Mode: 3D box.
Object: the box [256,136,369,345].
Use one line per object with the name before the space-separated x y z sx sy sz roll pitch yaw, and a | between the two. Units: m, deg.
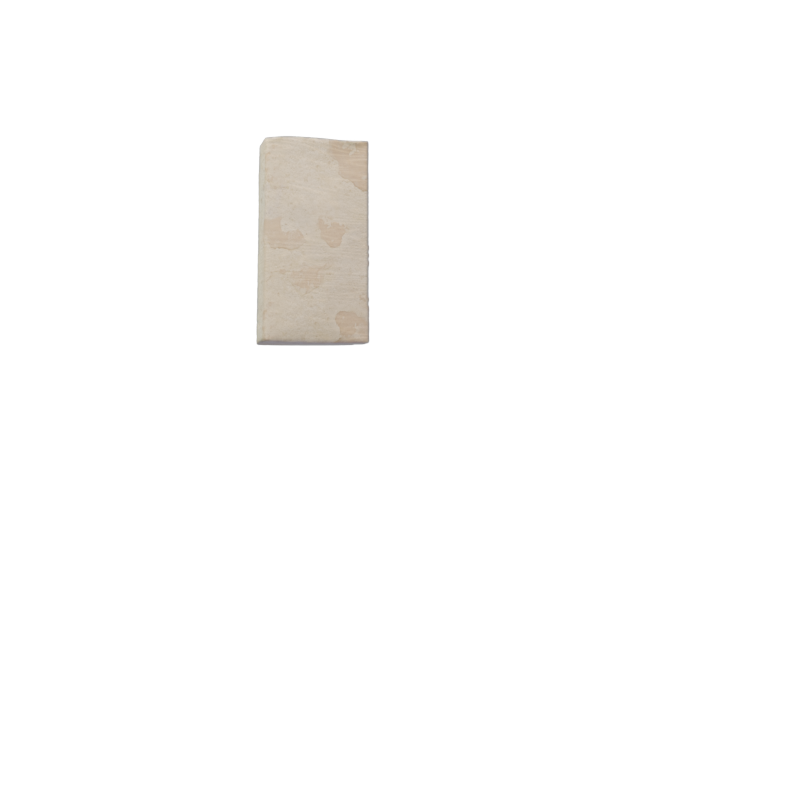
box | -0.074 -0.135 0.948 0.092 0.179 0.048 1 -7 -12
